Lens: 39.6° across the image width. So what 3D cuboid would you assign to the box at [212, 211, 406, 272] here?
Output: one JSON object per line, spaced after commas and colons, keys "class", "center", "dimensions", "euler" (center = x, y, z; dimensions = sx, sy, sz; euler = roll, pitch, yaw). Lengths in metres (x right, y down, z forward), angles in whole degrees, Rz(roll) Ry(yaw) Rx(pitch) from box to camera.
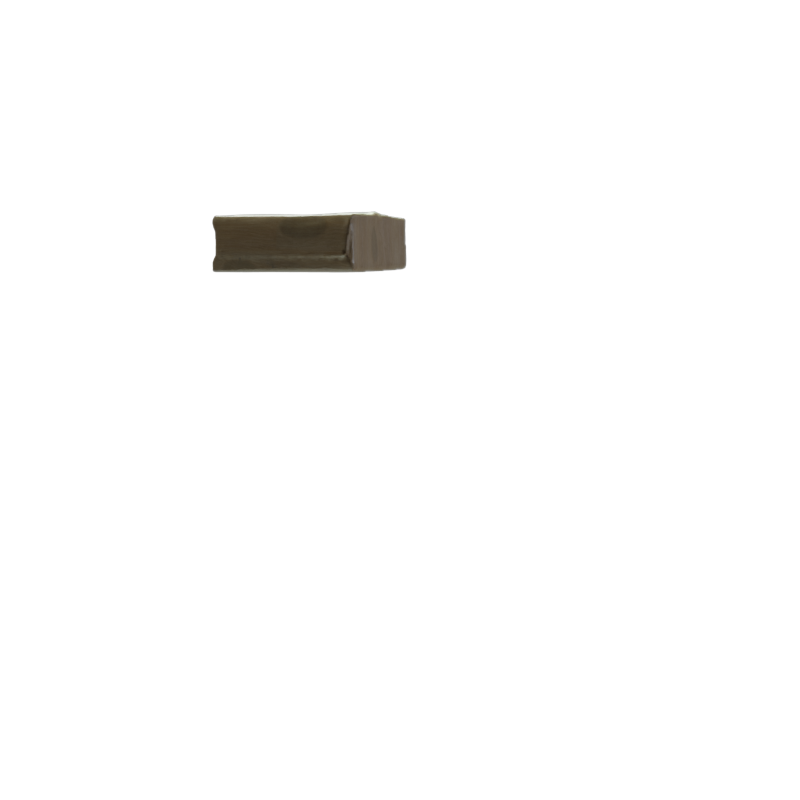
{"class": "box", "center": [-0.044, -0.080, 0.562], "dimensions": [0.075, 0.030, 0.088], "euler": [2, 7, 19]}
